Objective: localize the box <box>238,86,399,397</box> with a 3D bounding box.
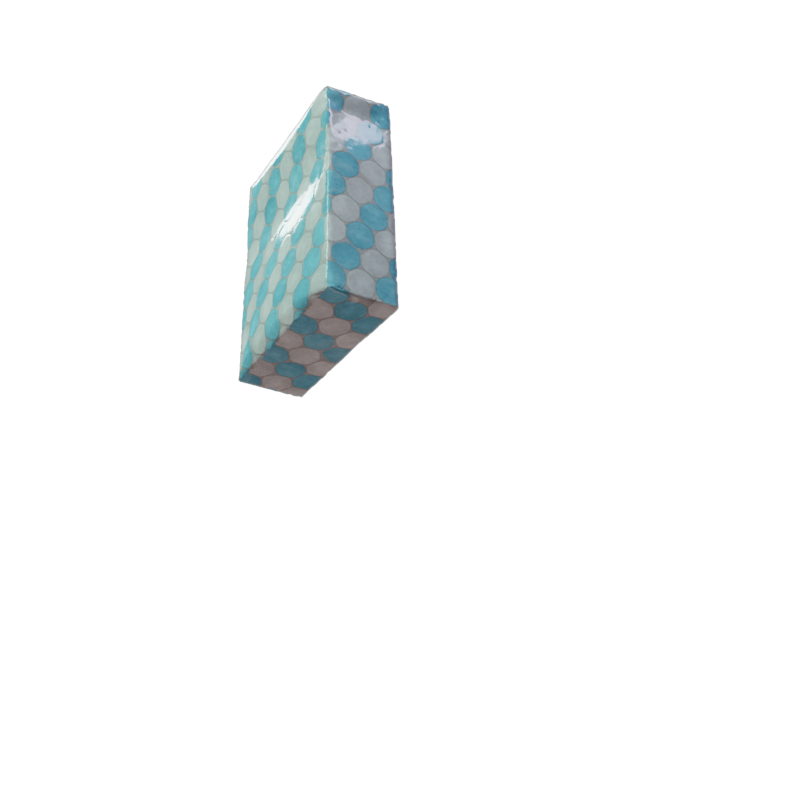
[{"bbox_3d":[-0.074,-0.136,0.951,0.069,0.228,0.160,17,-37,-27],"label":"box"}]
